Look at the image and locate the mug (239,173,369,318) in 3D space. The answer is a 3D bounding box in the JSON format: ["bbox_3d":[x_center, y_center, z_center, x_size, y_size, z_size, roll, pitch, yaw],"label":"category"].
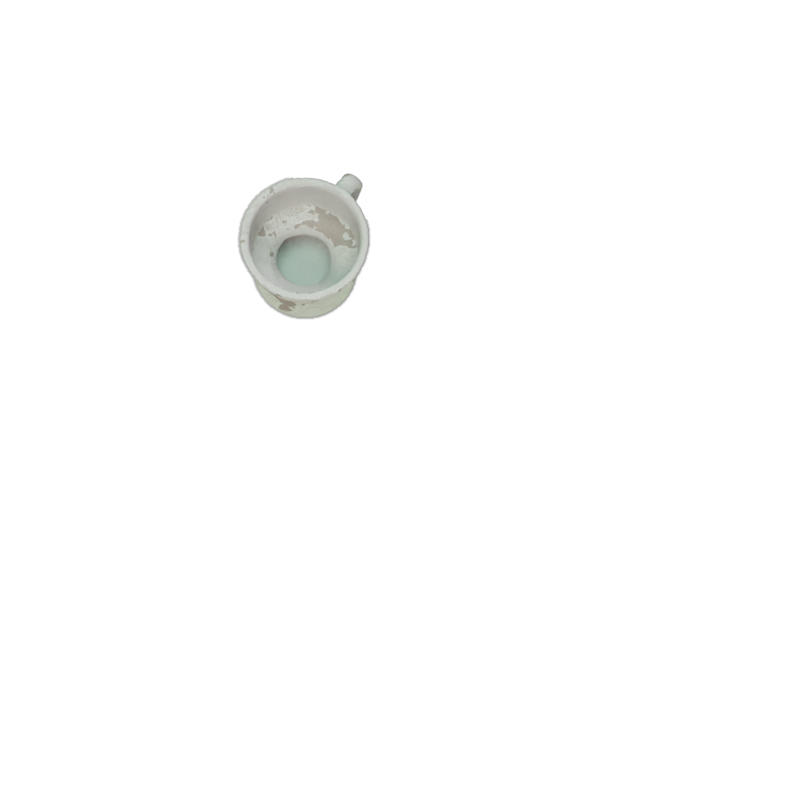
[{"bbox_3d":[-0.065,-0.119,0.831,0.095,0.119,0.079,30,-14,6],"label":"mug"}]
